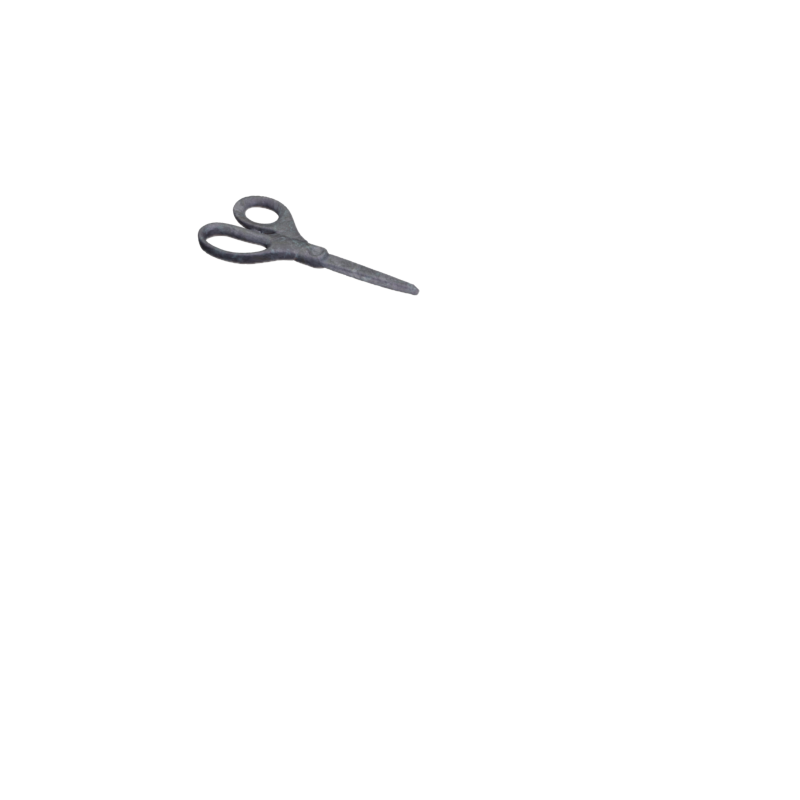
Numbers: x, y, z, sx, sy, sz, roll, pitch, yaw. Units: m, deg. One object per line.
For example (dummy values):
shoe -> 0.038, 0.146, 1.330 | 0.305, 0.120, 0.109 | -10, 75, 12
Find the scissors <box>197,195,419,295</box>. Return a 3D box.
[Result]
scissors -> -0.076, -0.139, 0.975 | 0.205, 0.015, 0.102 | 9, 45, 9
